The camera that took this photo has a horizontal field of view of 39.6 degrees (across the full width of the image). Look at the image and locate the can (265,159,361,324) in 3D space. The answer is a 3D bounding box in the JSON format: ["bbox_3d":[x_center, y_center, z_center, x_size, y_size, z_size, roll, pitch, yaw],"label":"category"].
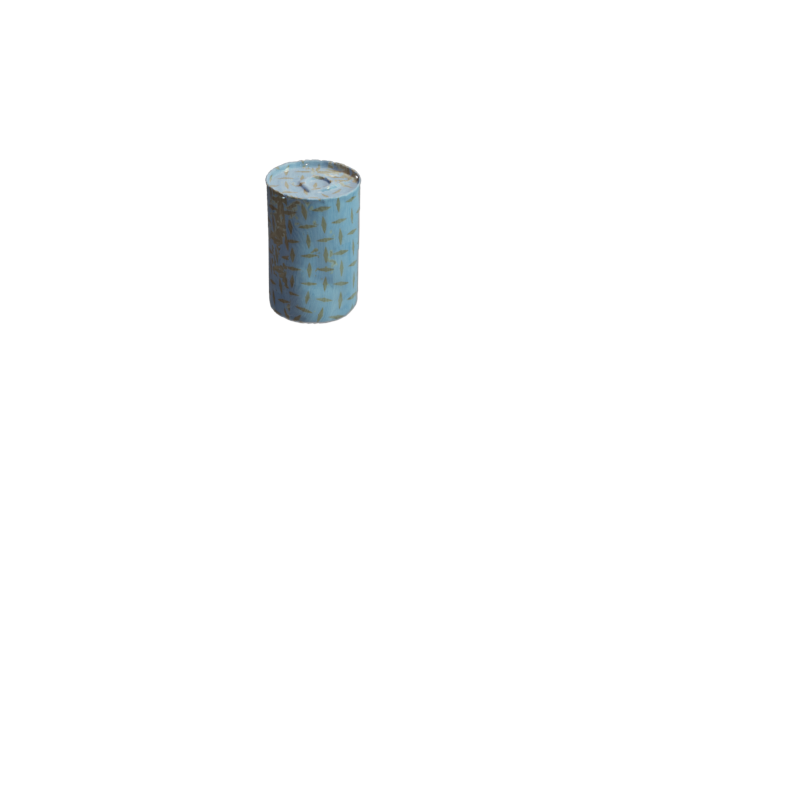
[{"bbox_3d":[-0.063,-0.115,0.808,0.068,0.096,0.073,0,31,-3],"label":"can"}]
